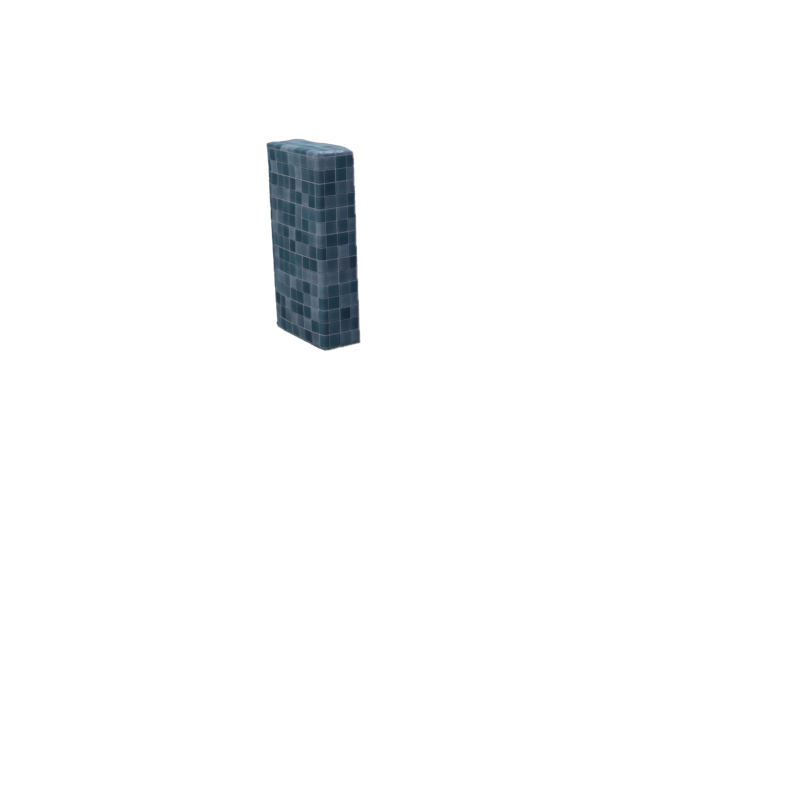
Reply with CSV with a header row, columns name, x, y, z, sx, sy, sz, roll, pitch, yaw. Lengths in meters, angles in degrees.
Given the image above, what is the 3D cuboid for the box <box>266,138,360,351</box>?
name,x,y,z,sx,sy,sz,roll,pitch,yaw
box,-0.078,-0.142,0.996,0.047,0.171,0.099,-8,17,-32
